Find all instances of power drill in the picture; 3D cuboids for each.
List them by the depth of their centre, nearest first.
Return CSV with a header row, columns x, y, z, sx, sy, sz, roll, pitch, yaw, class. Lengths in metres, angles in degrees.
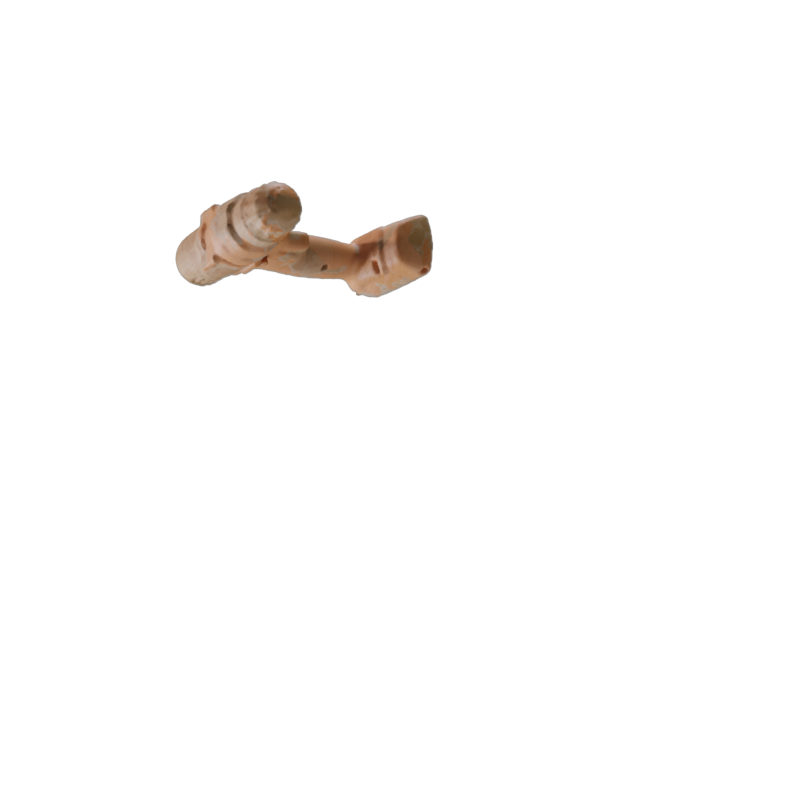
x,y,z,sx,sy,sz,roll,pitch,yaw,class
-0.071,-0.129,0.902,0.180,0.059,0.186,4,-9,-29,power drill
